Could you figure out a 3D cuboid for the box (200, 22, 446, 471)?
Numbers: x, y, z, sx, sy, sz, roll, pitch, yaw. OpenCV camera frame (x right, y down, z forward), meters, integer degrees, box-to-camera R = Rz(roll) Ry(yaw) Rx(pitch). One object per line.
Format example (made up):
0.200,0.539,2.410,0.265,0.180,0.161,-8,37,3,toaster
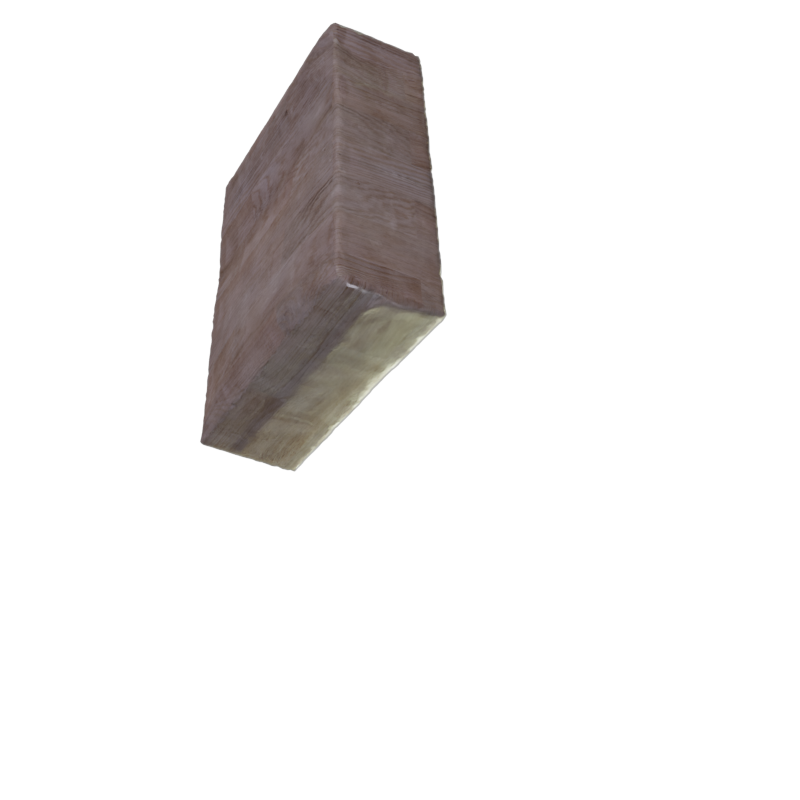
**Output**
-0.051,-0.094,0.658,0.069,0.229,0.159,20,-45,-25,box
